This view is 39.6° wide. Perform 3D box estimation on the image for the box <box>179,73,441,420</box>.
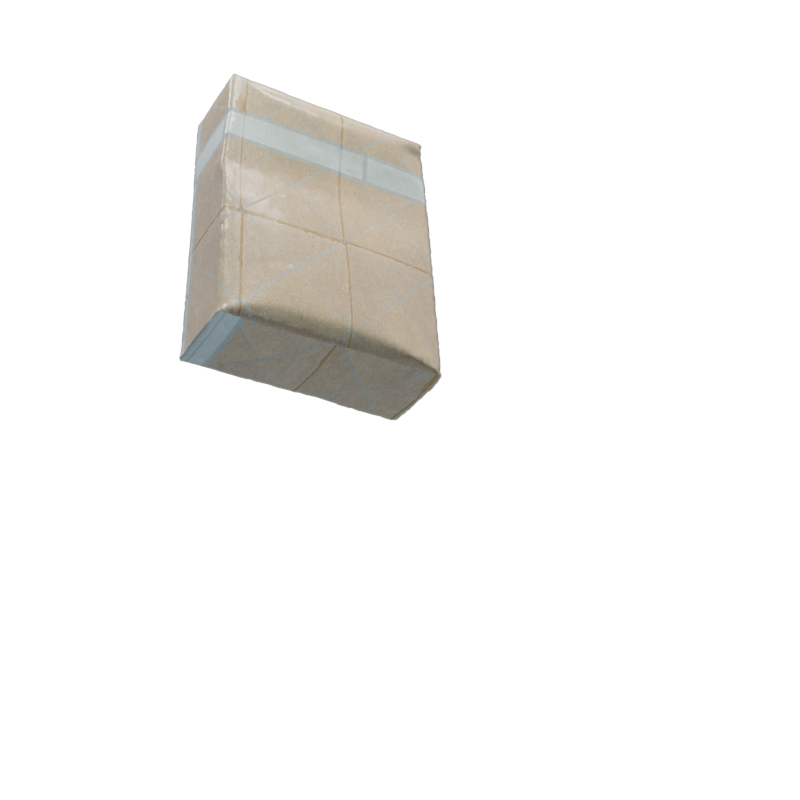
[{"bbox_3d":[-0.060,-0.110,0.771,0.157,0.229,0.070,16,-40,-24],"label":"box"}]
